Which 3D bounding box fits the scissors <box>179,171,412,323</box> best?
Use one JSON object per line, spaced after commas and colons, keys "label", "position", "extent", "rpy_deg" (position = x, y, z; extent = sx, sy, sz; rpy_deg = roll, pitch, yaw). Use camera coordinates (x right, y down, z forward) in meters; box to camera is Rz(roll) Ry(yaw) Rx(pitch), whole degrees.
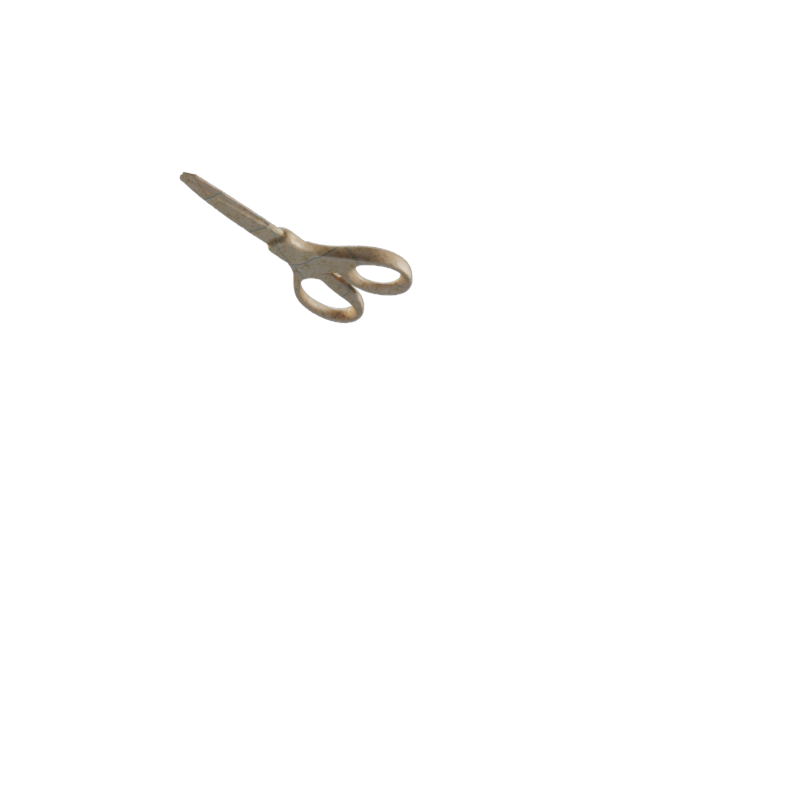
{"label": "scissors", "position": [-0.059, -0.108, 0.753], "extent": [0.097, 0.017, 0.186], "rpy_deg": [-11, -31, 19]}
